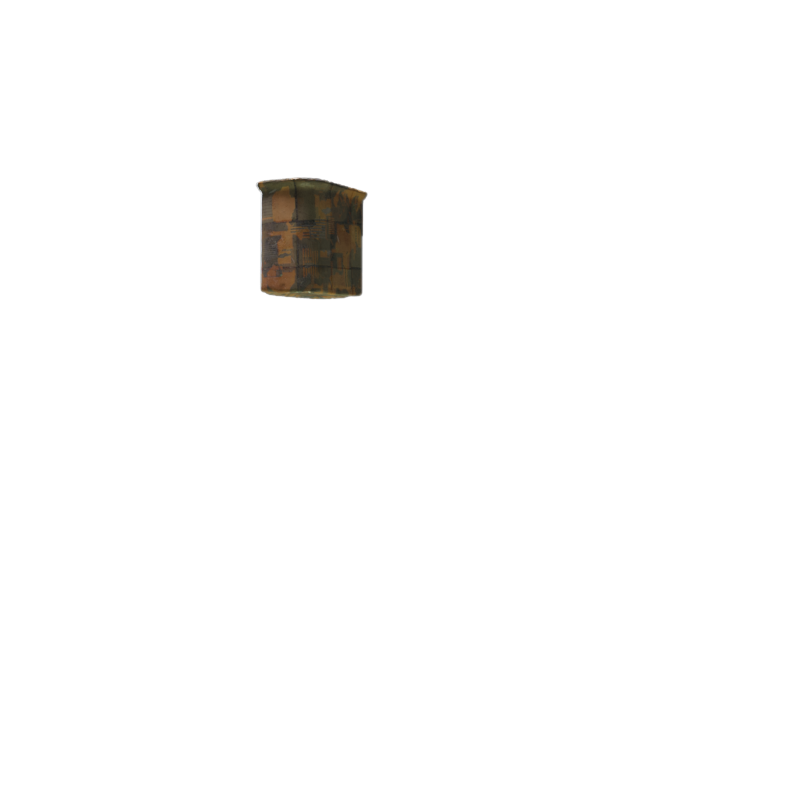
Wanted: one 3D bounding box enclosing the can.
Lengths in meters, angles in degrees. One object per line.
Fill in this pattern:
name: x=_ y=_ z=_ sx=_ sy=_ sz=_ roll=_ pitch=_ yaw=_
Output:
can: x=-0.066 y=-0.121 z=0.849 sx=0.059 sy=0.085 sz=0.098 roll=-2 pitch=-1 yaw=26
